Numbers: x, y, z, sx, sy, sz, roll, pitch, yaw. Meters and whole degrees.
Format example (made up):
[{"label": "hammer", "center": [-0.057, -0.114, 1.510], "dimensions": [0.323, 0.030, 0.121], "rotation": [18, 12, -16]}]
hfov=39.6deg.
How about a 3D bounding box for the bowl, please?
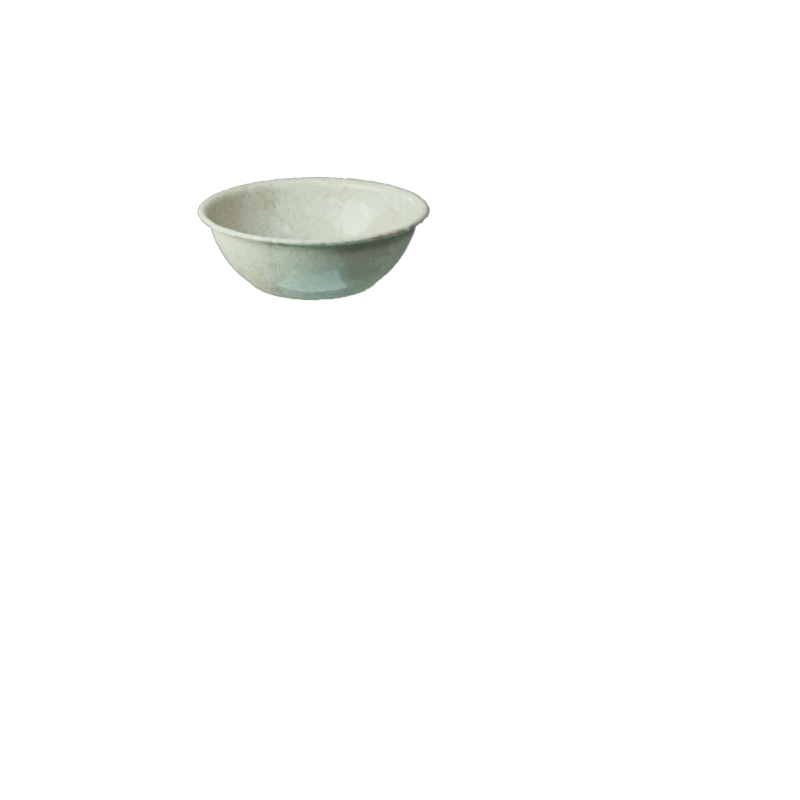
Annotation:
[{"label": "bowl", "center": [-0.061, -0.112, 0.781], "dimensions": [0.162, 0.052, 0.170], "rotation": [-1, 24, -2]}]
